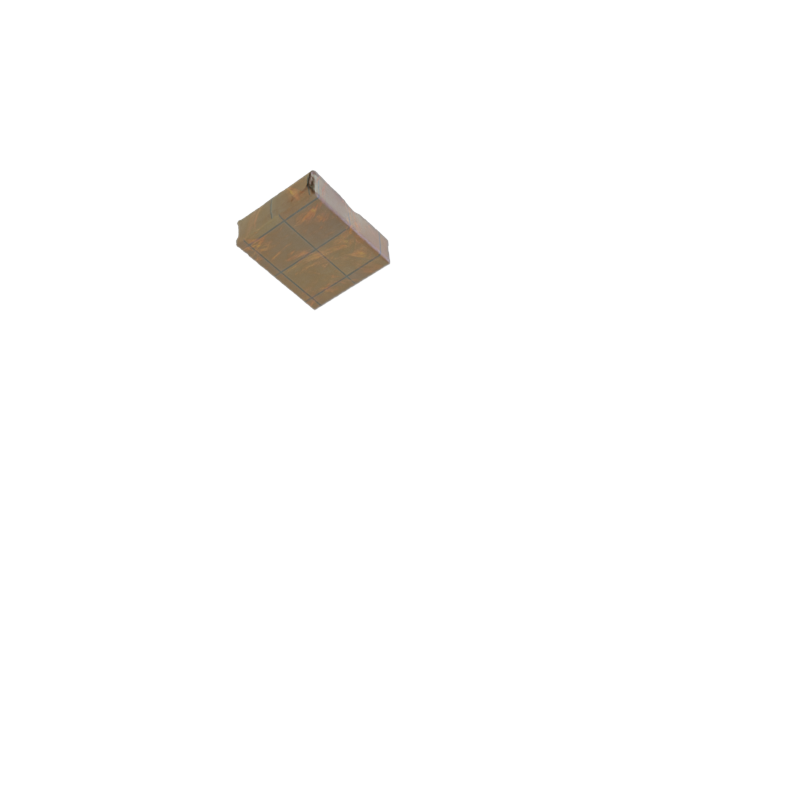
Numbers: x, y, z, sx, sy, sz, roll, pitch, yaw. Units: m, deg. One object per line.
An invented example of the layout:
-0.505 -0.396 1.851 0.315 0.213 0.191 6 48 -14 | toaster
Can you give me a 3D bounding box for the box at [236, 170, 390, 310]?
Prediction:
-0.063 -0.114 0.799 0.073 0.032 0.083 -31 -54 26 | box
